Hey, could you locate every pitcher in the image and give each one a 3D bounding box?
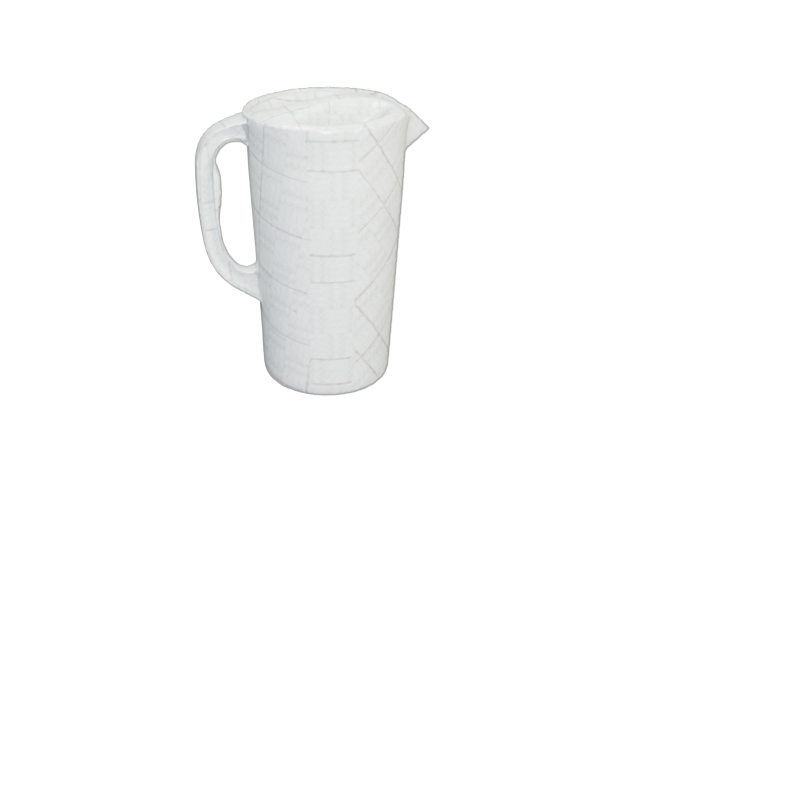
[{"bbox_3d":[-0.072,-0.131,0.918,0.157,0.231,0.145,16,28,29],"label":"pitcher"}]
